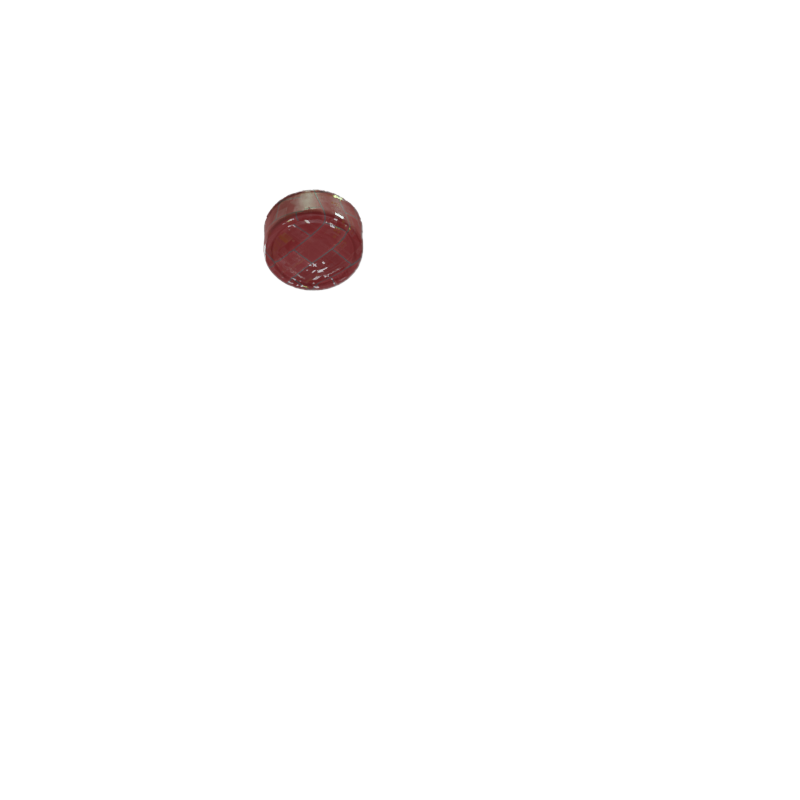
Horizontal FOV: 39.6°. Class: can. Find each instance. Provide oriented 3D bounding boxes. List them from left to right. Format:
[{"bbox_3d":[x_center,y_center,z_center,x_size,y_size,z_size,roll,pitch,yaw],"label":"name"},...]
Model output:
[{"bbox_3d":[-0.074,-0.135,0.946,0.086,0.080,0.036,1,40,-1],"label":"can"}]
